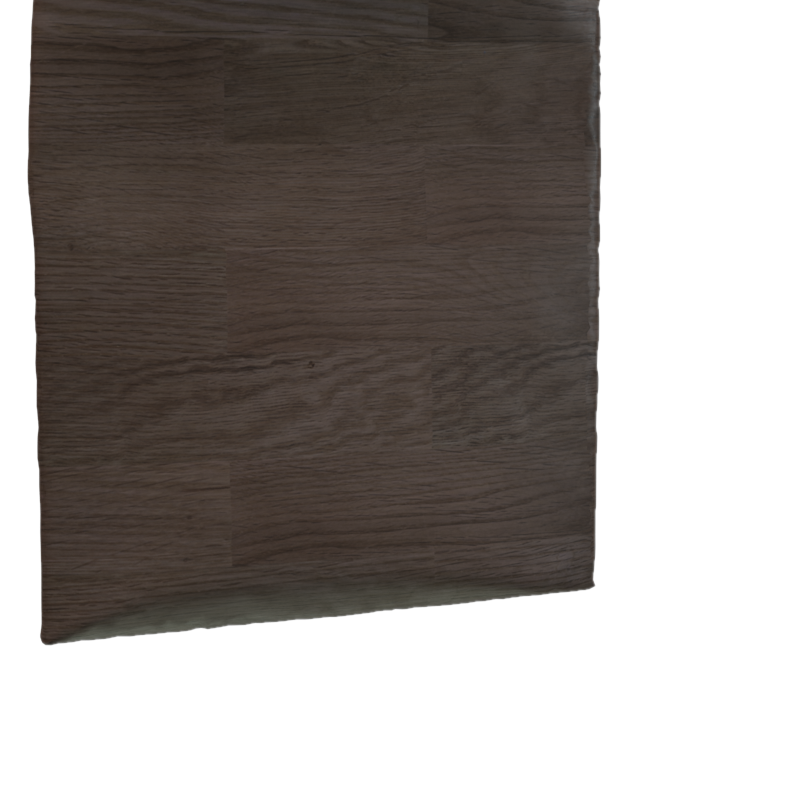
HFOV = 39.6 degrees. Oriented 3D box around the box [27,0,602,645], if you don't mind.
[{"bbox_3d":[-0.026,-0.048,0.333,0.161,0.212,0.074,-1,4,-13],"label":"box"}]
